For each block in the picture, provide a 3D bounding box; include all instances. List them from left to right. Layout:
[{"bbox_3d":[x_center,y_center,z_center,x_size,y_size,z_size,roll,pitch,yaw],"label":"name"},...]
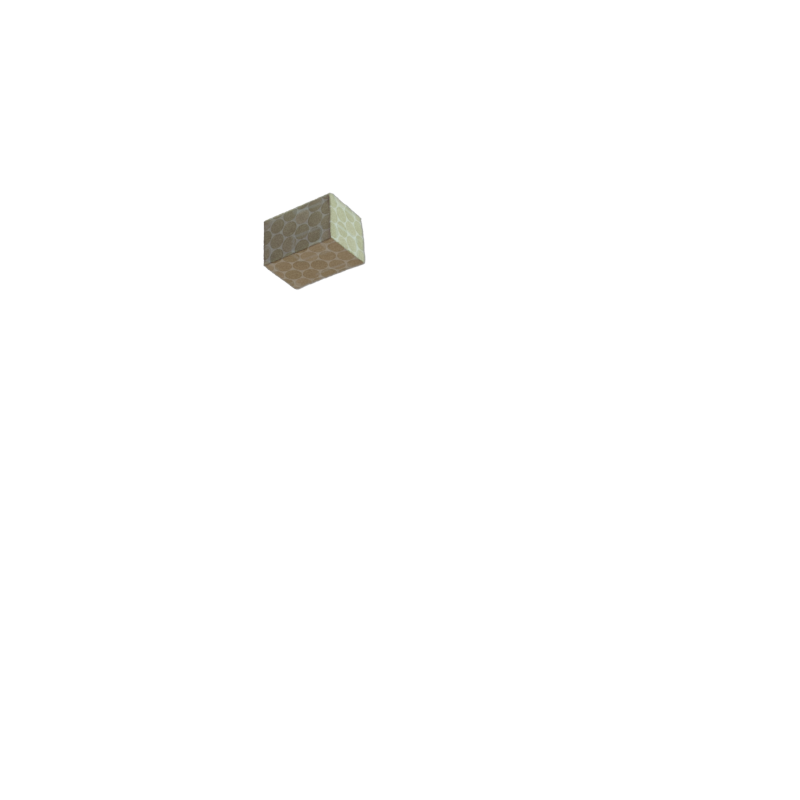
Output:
[{"bbox_3d":[-0.078,-0.142,0.997,0.079,0.055,0.049,-18,-34,28],"label":"block"}]
